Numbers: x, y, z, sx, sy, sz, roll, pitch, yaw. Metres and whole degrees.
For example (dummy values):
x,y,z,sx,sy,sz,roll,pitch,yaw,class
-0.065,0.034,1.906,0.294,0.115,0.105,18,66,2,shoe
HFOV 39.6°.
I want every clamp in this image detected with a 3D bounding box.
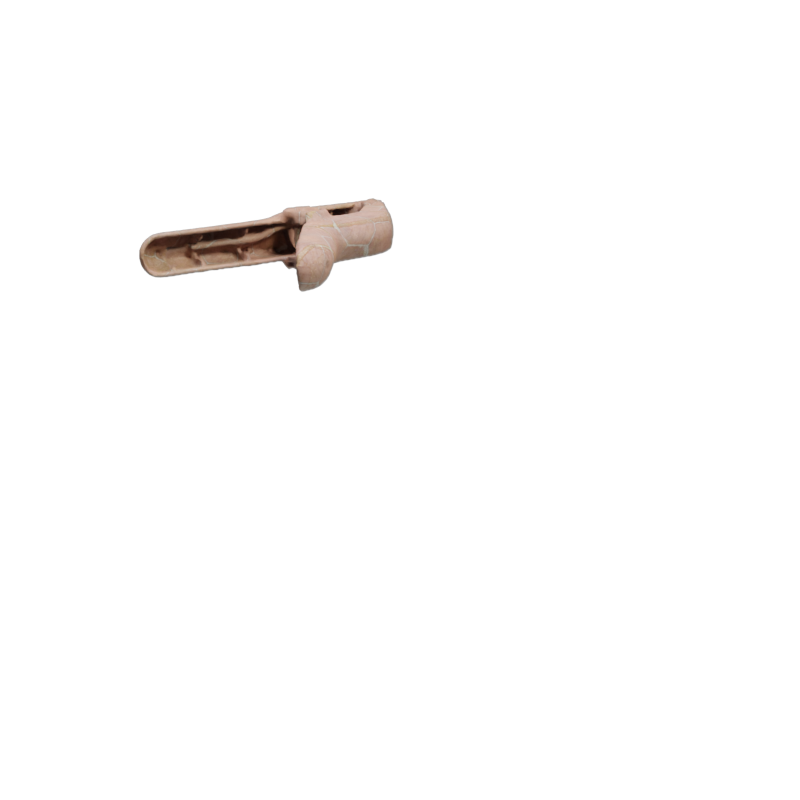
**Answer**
x,y,z,sx,sy,sz,roll,pitch,yaw,class
-0.050,-0.091,0.639,0.127,0.038,0.169,18,28,37,clamp
